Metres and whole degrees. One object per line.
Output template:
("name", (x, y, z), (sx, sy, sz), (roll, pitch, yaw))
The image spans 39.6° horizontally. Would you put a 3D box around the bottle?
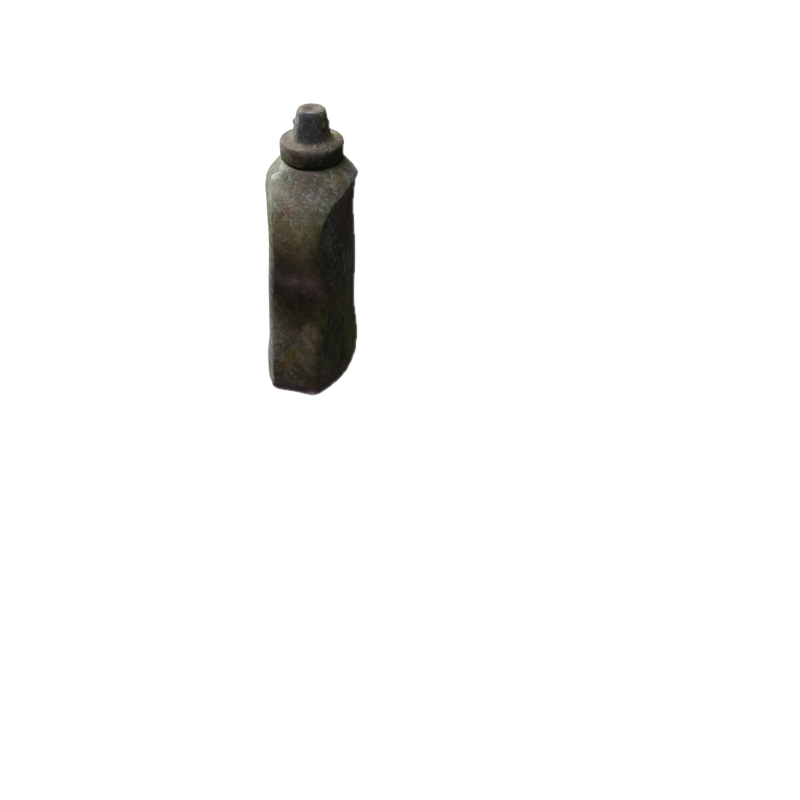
("bottle", (-0.058, -0.105, 0.737), (0.060, 0.180, 0.100), (10, 34, 12))
